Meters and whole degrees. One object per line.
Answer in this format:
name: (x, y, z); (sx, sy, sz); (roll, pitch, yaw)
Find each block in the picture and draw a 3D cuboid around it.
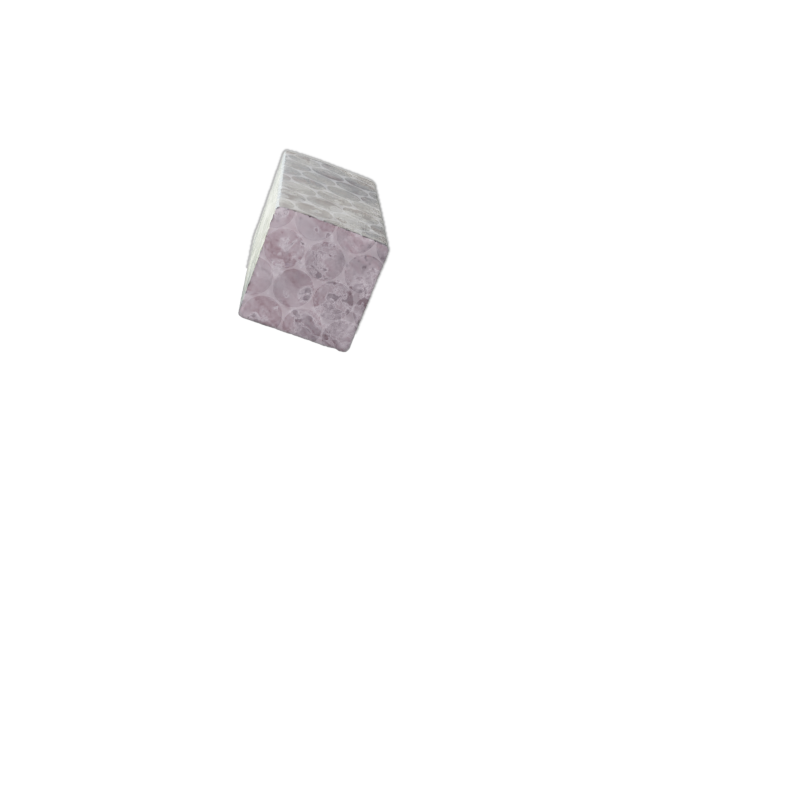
block: (-0.070, -0.129, 0.902); (0.089, 0.088, 0.216); (19, 20, -11)
